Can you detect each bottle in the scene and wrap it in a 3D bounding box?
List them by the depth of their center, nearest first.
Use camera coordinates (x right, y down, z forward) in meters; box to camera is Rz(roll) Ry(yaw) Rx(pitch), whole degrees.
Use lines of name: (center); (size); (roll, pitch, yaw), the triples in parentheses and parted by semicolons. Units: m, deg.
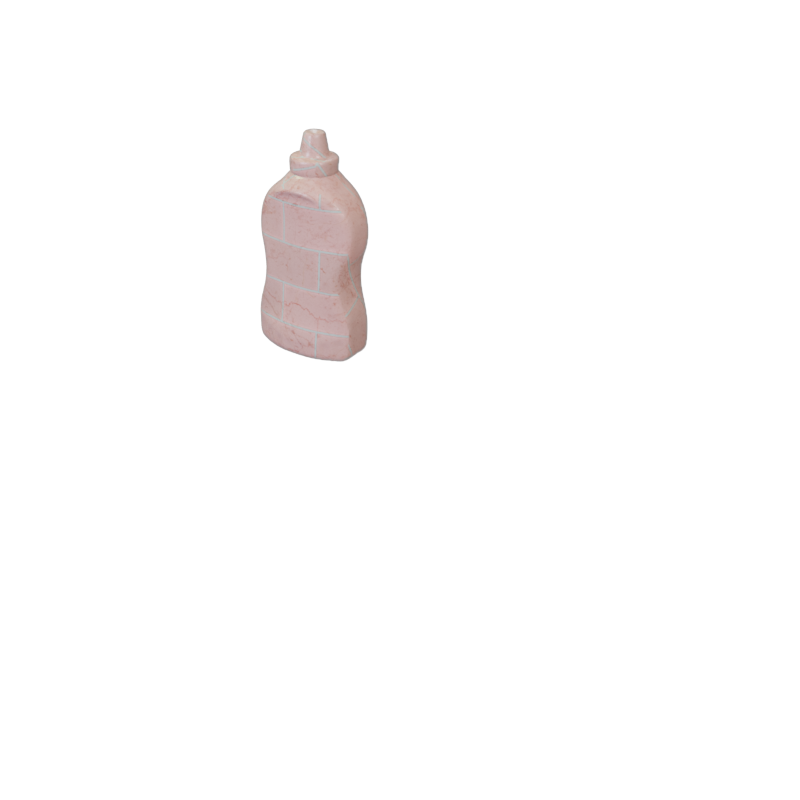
bottle: (-0.073, -0.133, 0.933); (0.101, 0.182, 0.058); (18, 28, 33)
